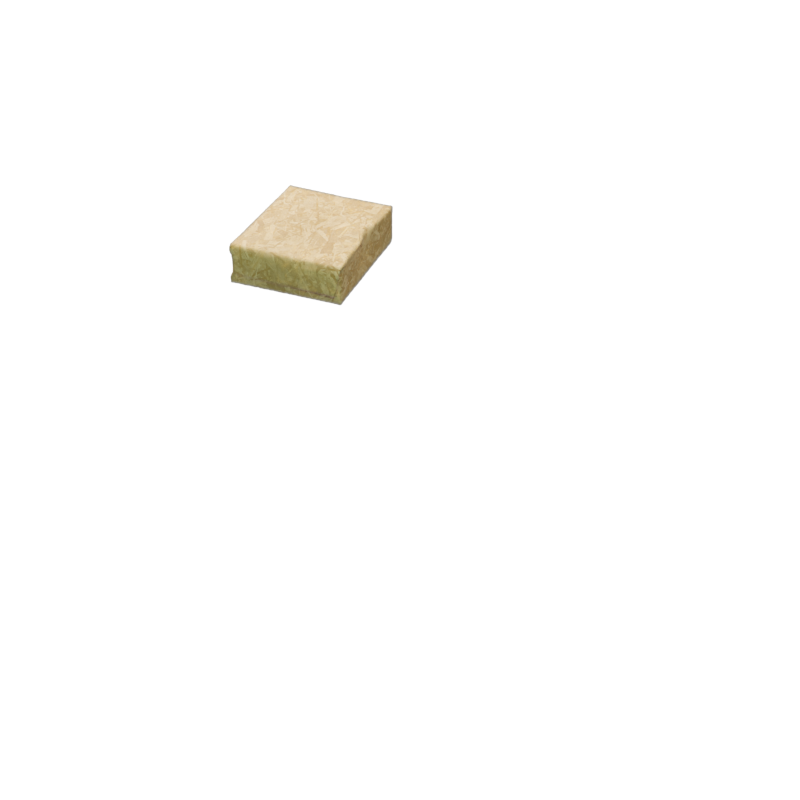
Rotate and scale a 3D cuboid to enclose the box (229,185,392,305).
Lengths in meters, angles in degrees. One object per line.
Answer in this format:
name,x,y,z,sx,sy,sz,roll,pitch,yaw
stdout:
box,-0.054,-0.098,0.684,0.076,0.028,0.092,13,36,18
